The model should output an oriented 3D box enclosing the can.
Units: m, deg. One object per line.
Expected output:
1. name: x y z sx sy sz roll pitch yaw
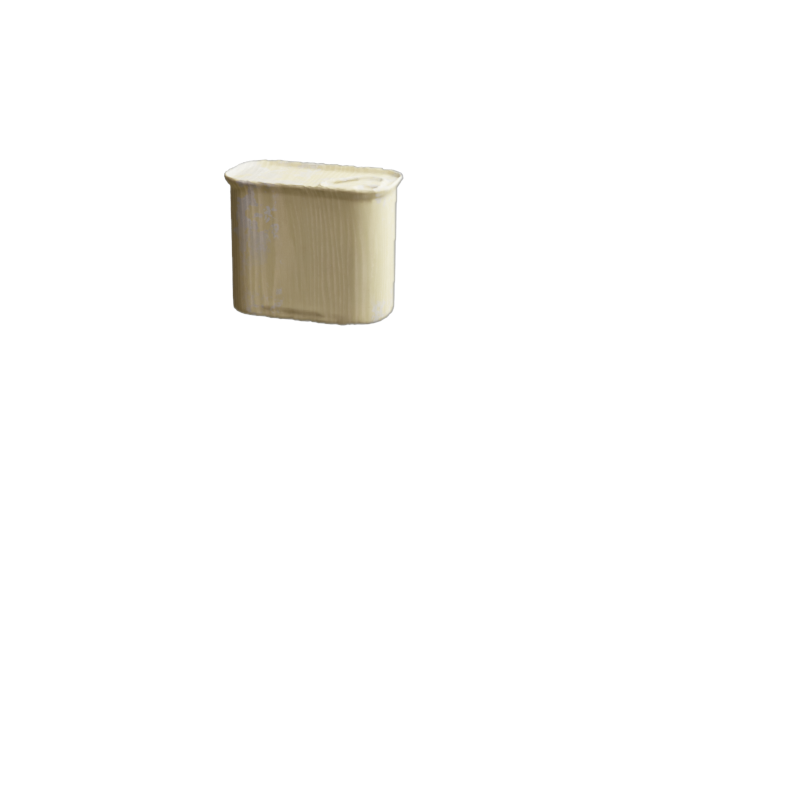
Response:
1. can: -0.051 -0.094 0.658 0.105 0.080 0.058 7 20 17
